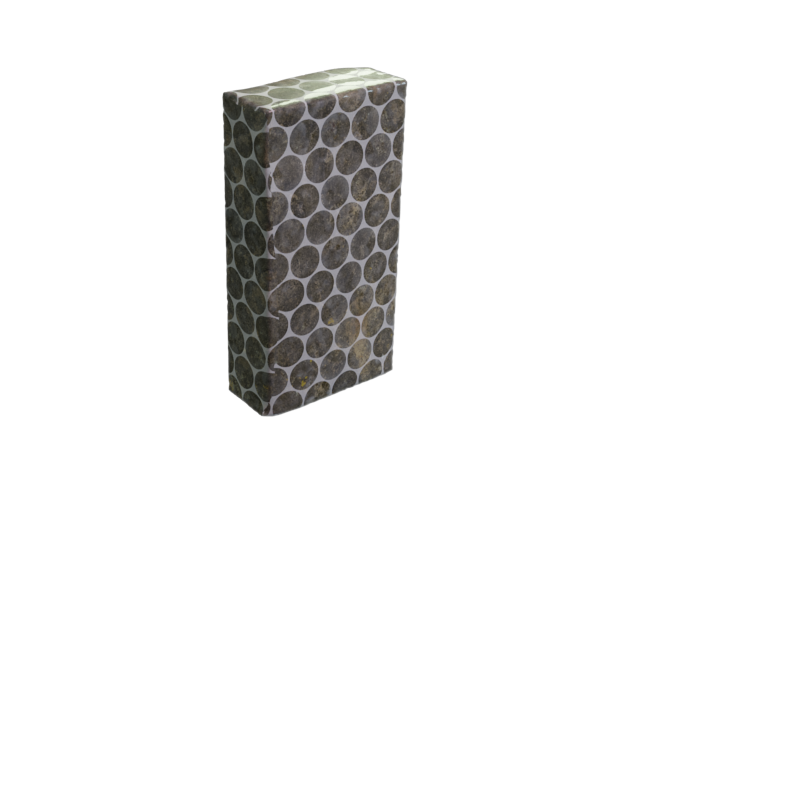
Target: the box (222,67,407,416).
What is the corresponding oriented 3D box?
[{"bbox_3d":[-0.047,-0.085,0.596,0.092,0.167,0.051,-19,32,-36],"label":"box"}]
